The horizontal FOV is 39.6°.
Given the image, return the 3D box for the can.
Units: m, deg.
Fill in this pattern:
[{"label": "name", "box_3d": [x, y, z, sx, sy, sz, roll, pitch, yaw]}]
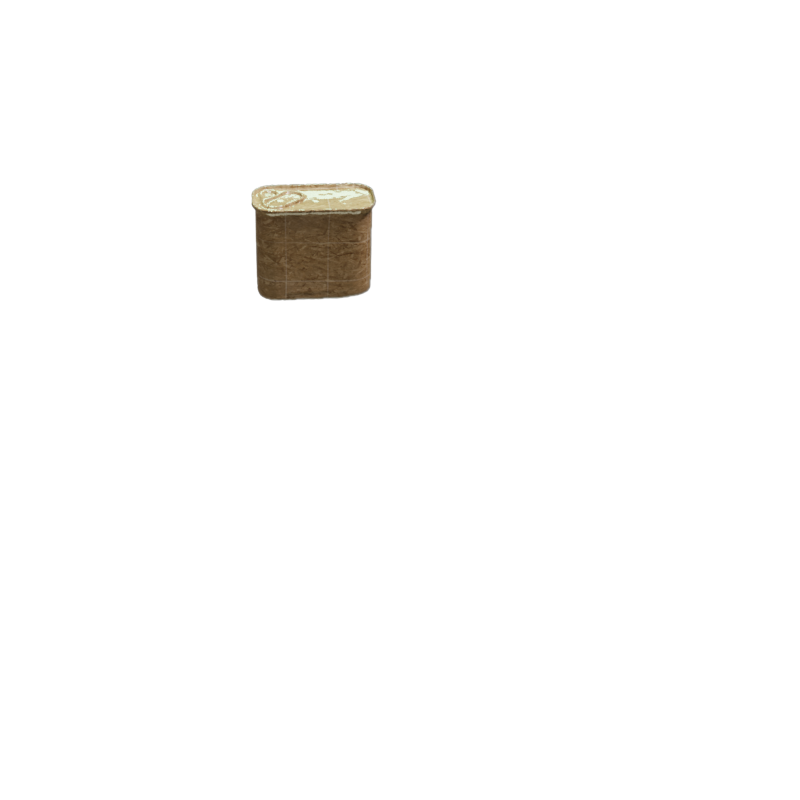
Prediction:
[{"label": "can", "box_3d": [-0.073, -0.133, 0.931, 0.101, 0.079, 0.061, -2, 28, -5]}]
